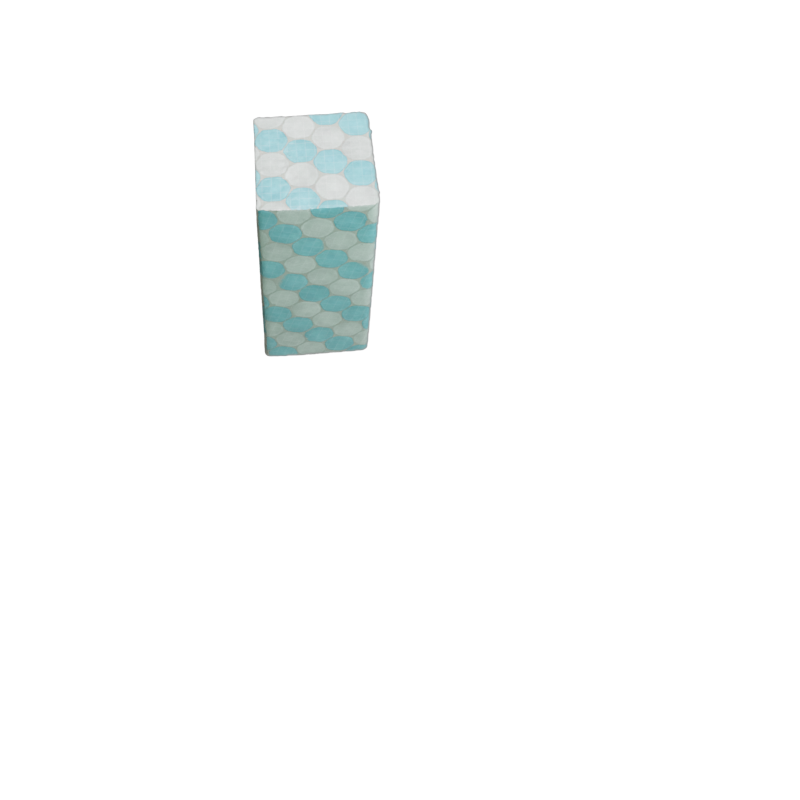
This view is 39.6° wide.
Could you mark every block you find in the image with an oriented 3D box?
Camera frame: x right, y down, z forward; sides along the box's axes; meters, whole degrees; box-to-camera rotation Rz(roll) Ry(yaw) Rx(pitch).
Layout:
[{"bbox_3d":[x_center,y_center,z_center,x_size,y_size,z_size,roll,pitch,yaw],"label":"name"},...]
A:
[{"bbox_3d":[-0.069,-0.127,0.890,0.090,0.097,0.193,-3,-31,-5],"label":"block"}]
